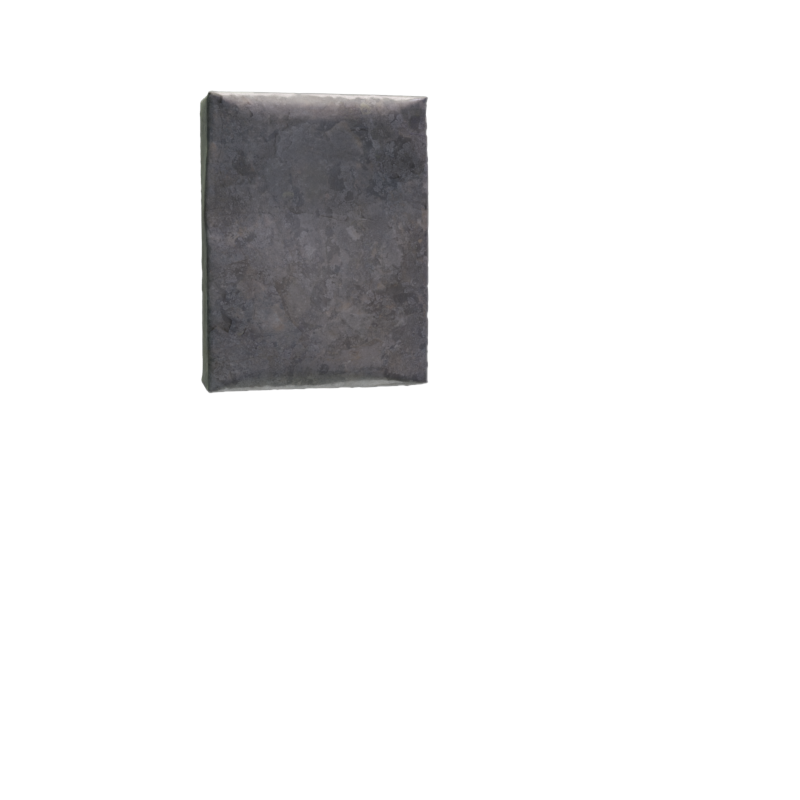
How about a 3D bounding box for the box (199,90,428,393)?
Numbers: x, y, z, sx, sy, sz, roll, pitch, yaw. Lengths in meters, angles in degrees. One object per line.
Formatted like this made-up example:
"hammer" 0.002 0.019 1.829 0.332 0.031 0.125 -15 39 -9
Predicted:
"box" -0.064 -0.116 0.813 0.162 0.213 0.073 -1 2 -11
